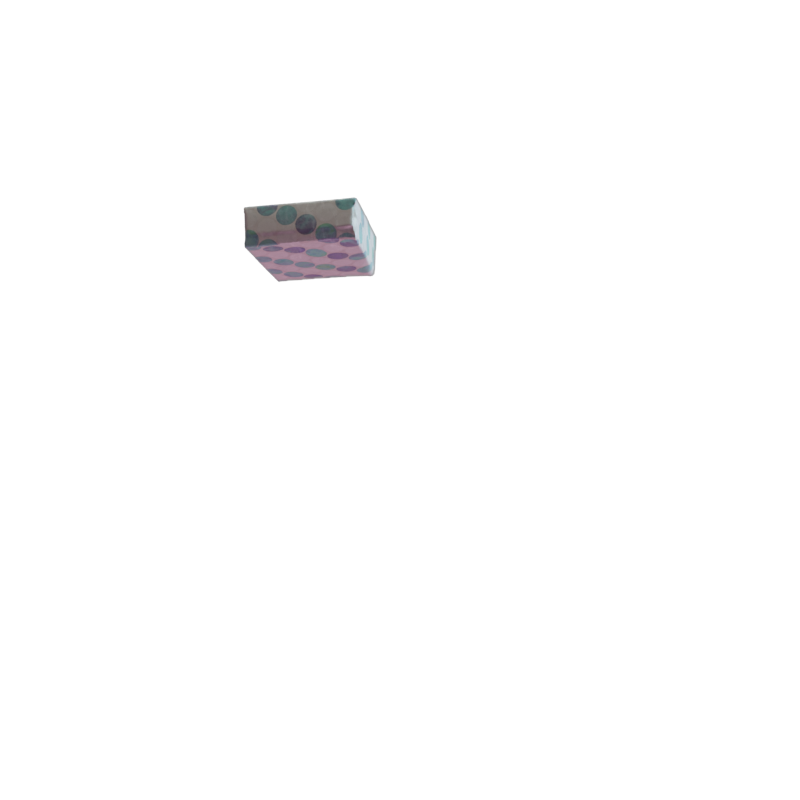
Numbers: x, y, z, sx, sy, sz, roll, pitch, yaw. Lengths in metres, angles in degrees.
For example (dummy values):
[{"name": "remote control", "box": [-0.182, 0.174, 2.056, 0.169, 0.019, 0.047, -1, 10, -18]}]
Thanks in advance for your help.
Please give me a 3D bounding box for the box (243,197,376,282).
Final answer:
[{"name": "box", "box": [-0.070, -0.129, 0.901, 0.091, 0.040, 0.108, -2, -12, 9]}]
